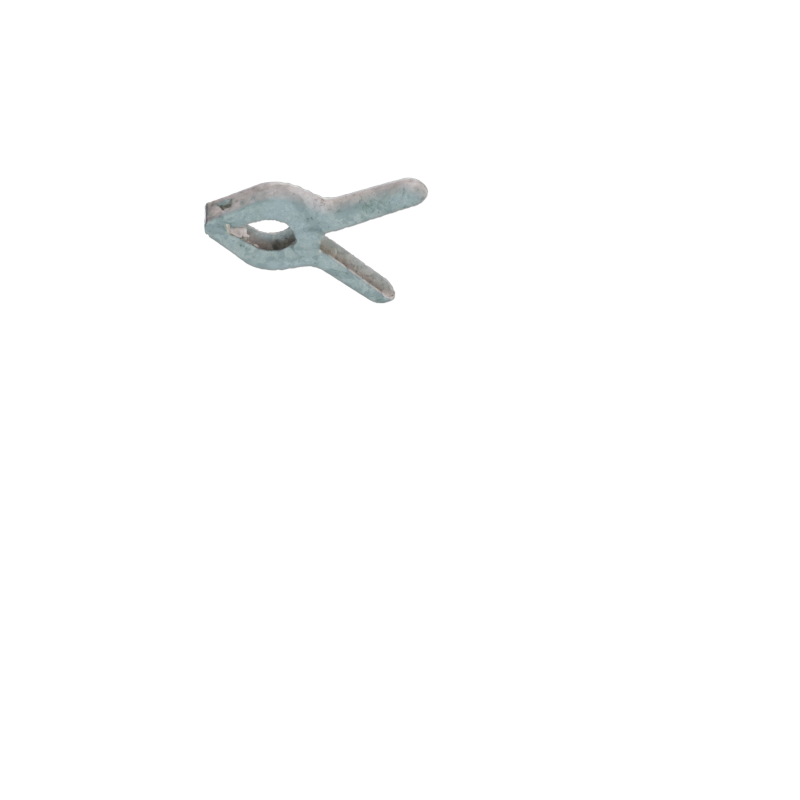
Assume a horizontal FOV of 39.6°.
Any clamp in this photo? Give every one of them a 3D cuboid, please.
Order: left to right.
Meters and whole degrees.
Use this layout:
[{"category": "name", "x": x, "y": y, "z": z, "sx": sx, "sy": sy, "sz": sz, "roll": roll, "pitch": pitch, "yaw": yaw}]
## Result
[{"category": "clamp", "x": -0.069, "y": -0.125, "z": 0.876, "sx": 0.171, "sy": 0.113, "sz": 0.042, "roll": 2, "pitch": 36, "yaw": -2}]
